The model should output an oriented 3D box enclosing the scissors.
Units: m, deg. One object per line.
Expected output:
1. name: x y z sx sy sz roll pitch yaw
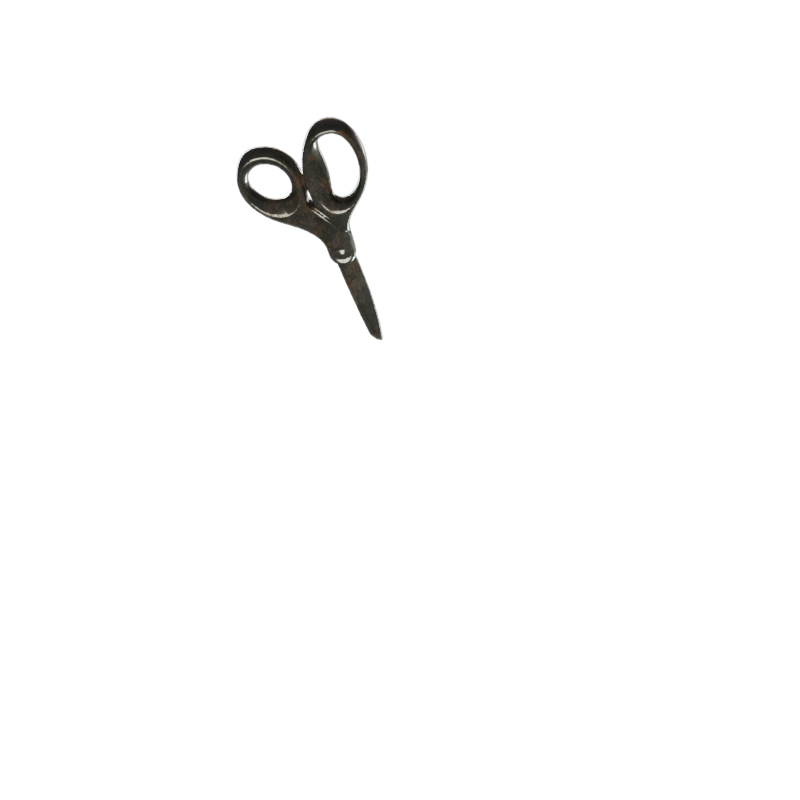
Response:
1. scissors: -0.060 -0.110 0.773 0.096 0.188 0.017 0 45 0
